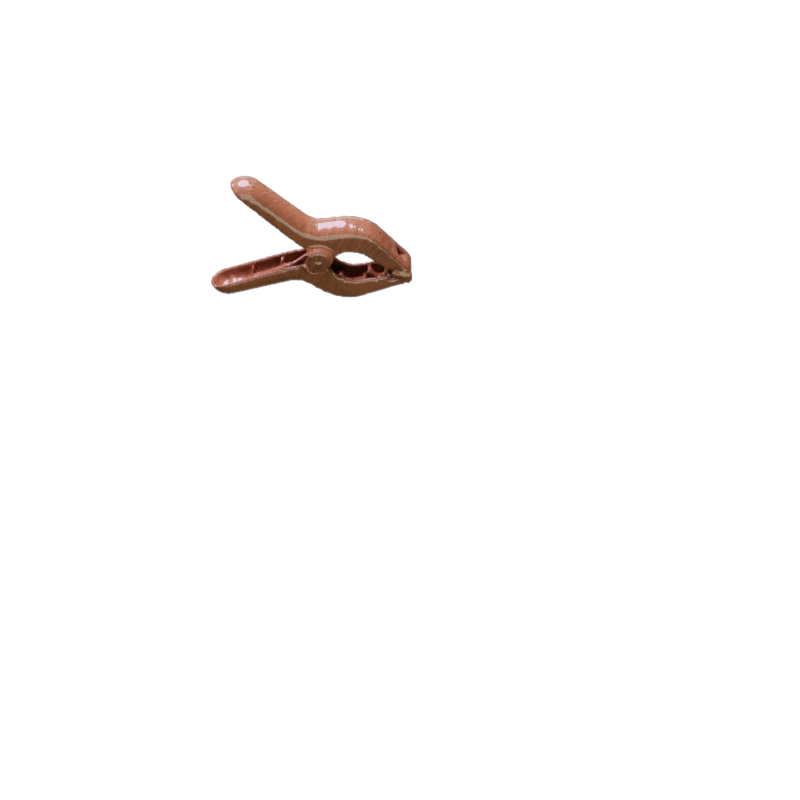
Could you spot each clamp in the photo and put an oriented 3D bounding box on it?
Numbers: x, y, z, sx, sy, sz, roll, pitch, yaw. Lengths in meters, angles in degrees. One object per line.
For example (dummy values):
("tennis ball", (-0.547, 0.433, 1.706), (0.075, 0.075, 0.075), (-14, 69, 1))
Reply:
("clamp", (-0.073, -0.132, 0.927), (0.171, 0.042, 0.112), (2, -41, -3))
